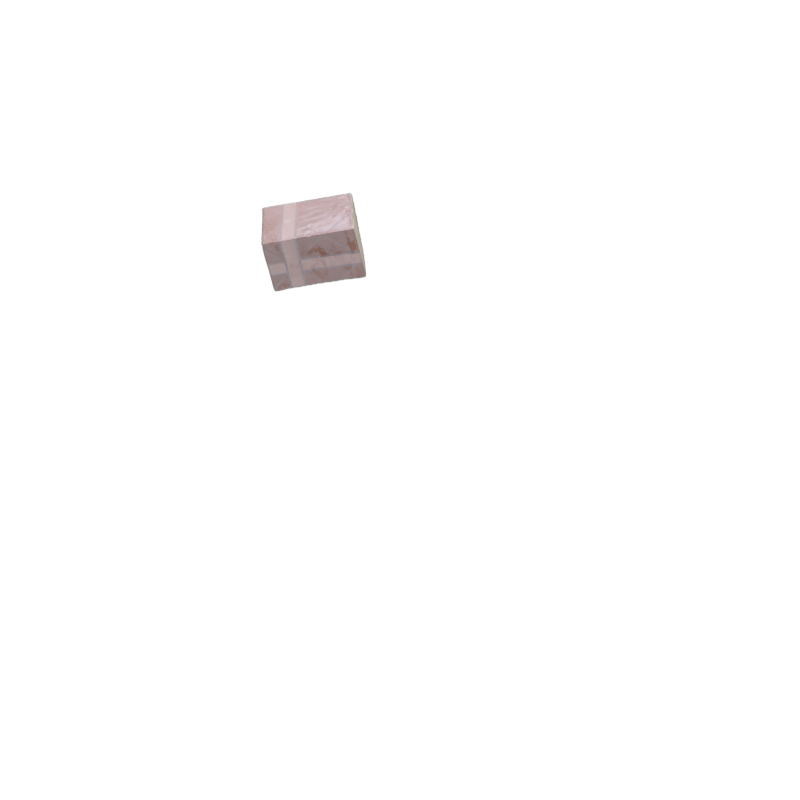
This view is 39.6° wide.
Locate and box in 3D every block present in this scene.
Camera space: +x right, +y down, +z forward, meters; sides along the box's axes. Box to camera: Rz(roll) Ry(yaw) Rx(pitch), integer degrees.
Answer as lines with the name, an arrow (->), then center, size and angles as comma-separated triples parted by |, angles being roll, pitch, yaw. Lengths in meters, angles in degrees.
block -> -0.071, -0.130, 0.907 | 0.078, 0.049, 0.055 | -8, 42, 6
